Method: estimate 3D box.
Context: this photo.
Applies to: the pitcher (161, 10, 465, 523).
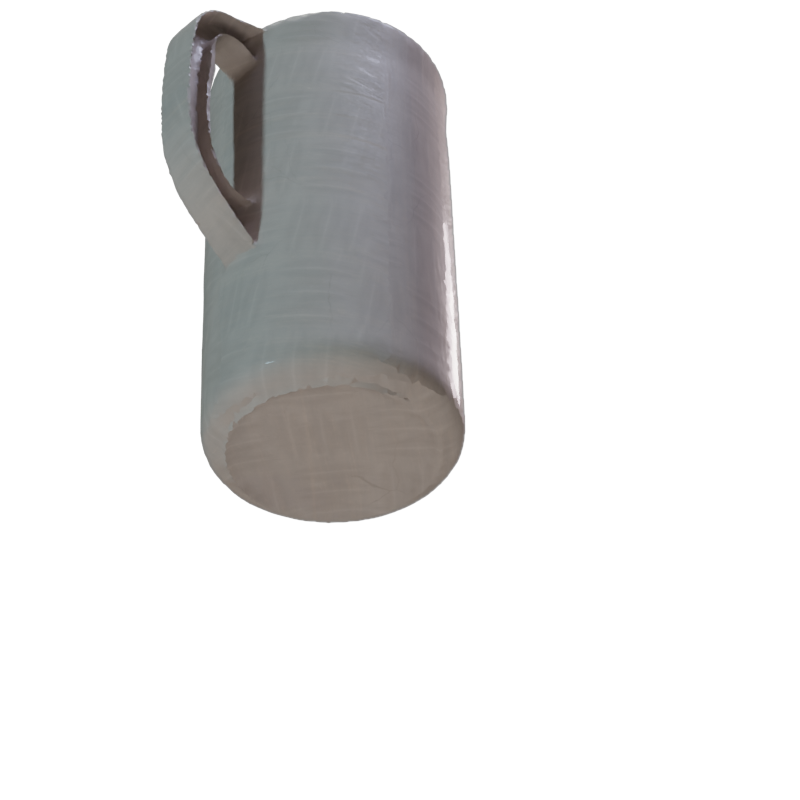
[{"bbox_3d":[-0.041,-0.075,0.528,0.148,0.261,0.135,2,-45,-5],"label":"pitcher"}]
